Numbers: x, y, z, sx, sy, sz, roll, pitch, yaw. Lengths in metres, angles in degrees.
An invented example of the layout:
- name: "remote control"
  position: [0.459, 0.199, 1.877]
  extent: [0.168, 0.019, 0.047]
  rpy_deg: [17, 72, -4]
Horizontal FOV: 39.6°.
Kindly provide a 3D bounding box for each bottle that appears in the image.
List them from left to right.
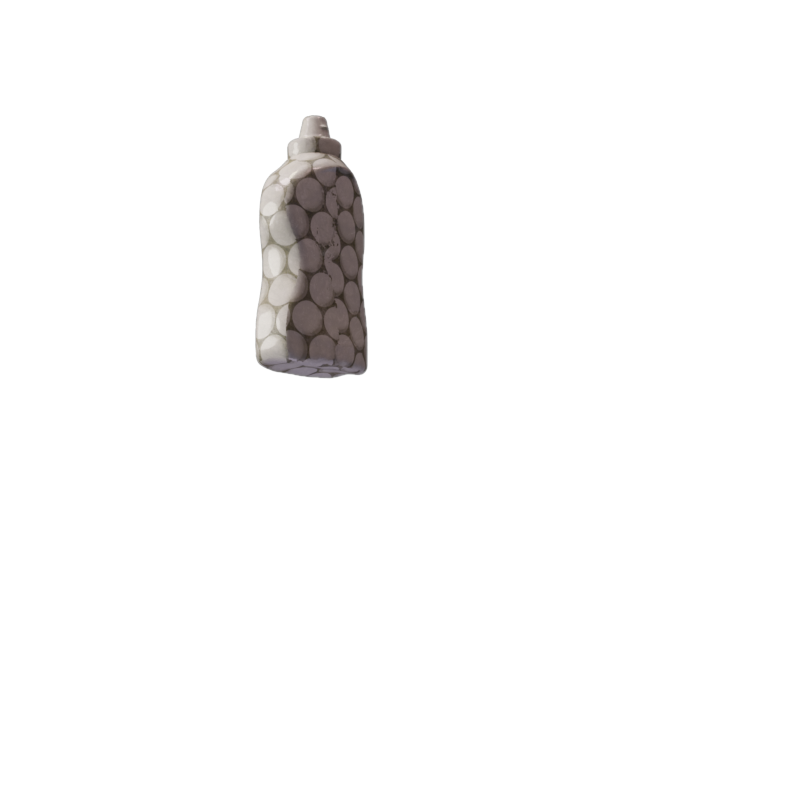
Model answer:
- name: "bottle"
  position: [-0.063, -0.116, 0.813]
  extent: [0.060, 0.198, 0.091]
  rpy_deg: [-12, -17, 37]
